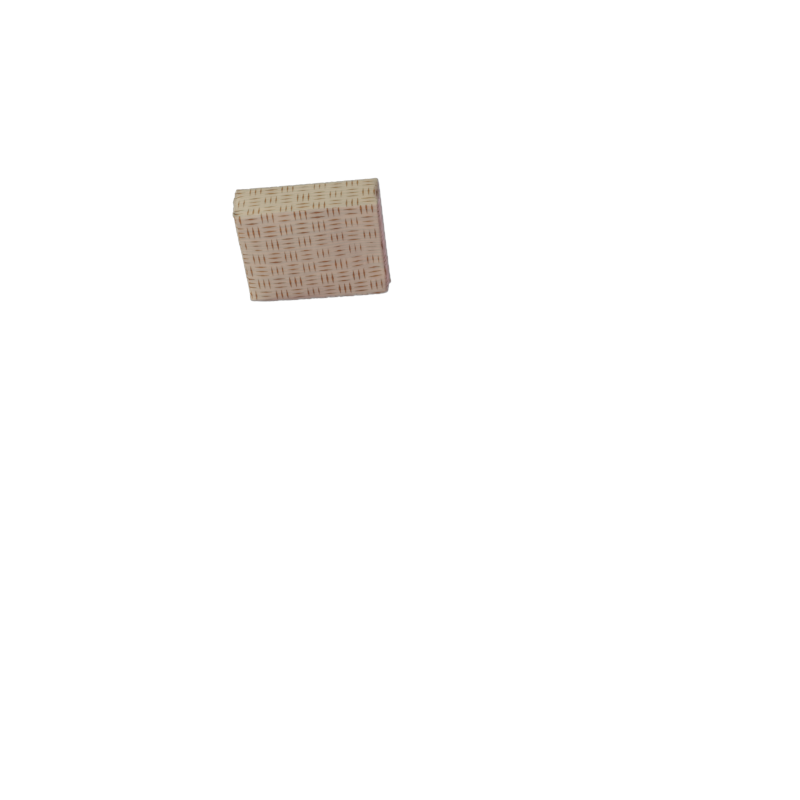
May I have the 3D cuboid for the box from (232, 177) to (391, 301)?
[{"bbox_3d":[-0.067,-0.122,0.858,0.114,0.083,0.042,-5,41,3],"label":"box"}]
